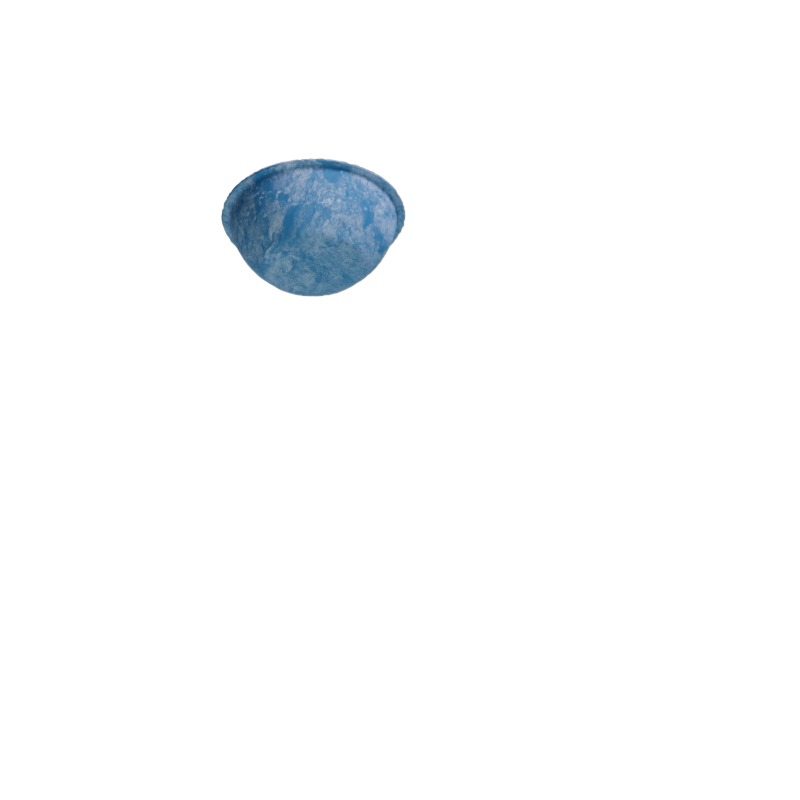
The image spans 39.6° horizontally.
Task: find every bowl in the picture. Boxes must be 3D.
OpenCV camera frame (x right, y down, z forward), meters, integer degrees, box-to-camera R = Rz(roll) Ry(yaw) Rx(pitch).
[{"bbox_3d":[-0.075,-0.137,0.962,0.162,0.059,0.152,1,-31,-2],"label":"bowl"}]
